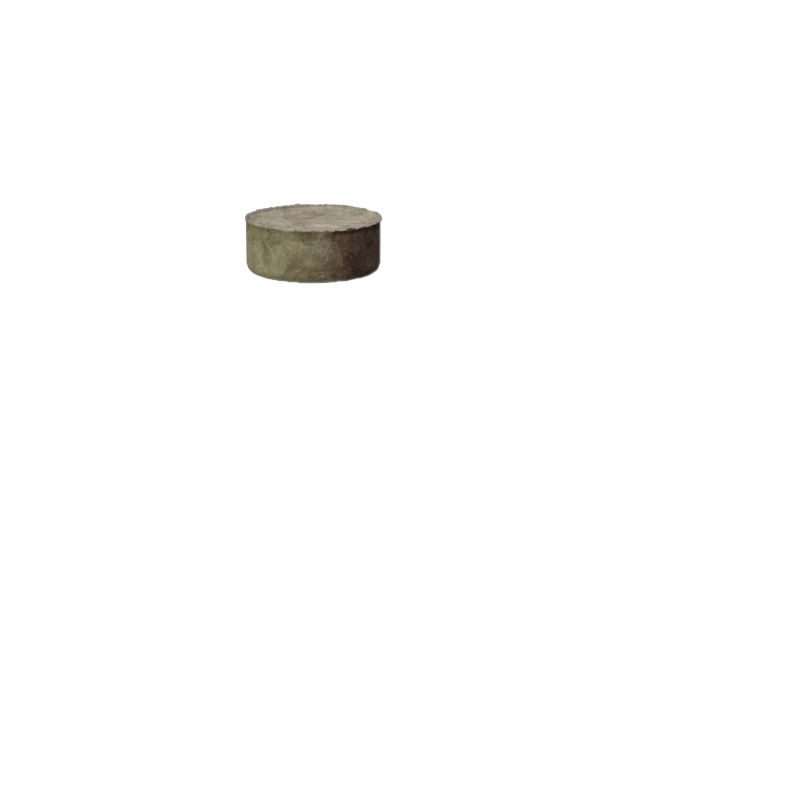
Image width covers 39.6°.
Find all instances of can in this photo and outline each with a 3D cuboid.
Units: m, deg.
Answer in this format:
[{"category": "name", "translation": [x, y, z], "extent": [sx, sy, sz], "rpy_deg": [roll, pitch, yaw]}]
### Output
[{"category": "can", "translation": [-0.054, -0.099, 0.695], "extent": [0.086, 0.032, 0.089], "rpy_deg": [-1, 19, -2]}]
